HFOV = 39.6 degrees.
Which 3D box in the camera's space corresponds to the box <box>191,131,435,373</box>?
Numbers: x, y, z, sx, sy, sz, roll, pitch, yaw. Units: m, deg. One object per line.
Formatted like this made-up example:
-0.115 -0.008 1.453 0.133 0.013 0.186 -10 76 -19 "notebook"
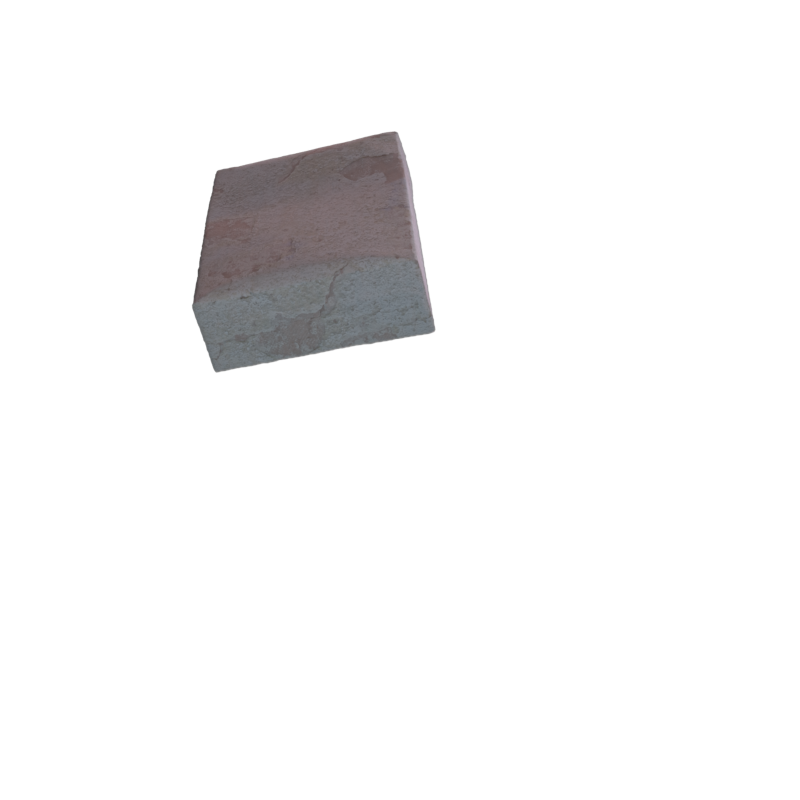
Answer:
-0.068 -0.123 0.863 0.165 0.067 0.228 -11 36 5 "box"
